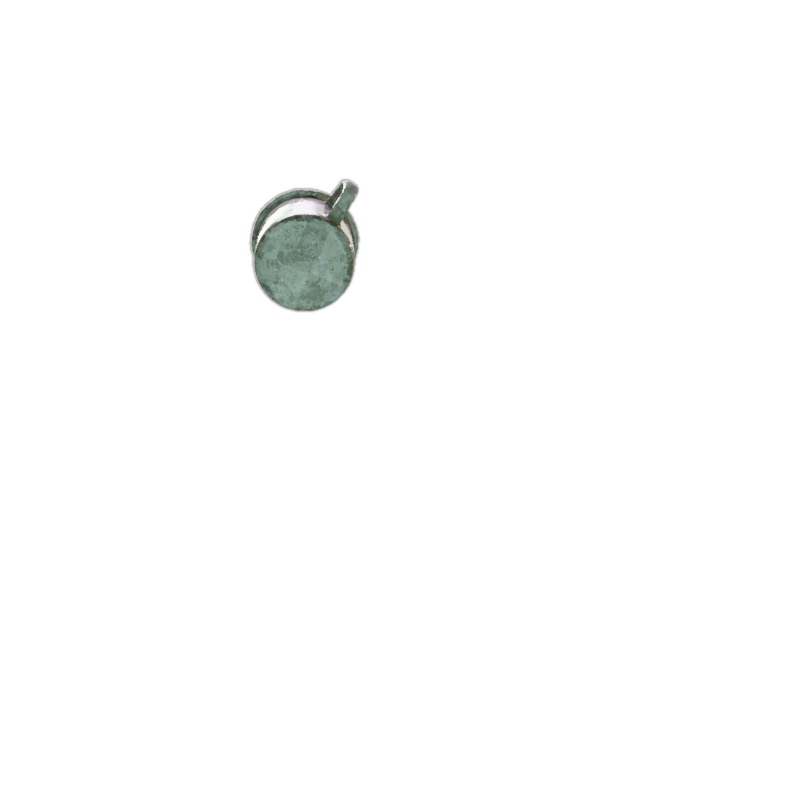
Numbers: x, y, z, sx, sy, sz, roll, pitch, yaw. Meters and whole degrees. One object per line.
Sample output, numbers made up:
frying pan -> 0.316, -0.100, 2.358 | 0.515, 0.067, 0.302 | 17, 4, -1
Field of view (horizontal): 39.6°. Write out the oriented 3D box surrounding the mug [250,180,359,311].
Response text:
mug -> -0.072, -0.131, 0.916 | 0.091, 0.116, 0.085 | 37, 12, -12
